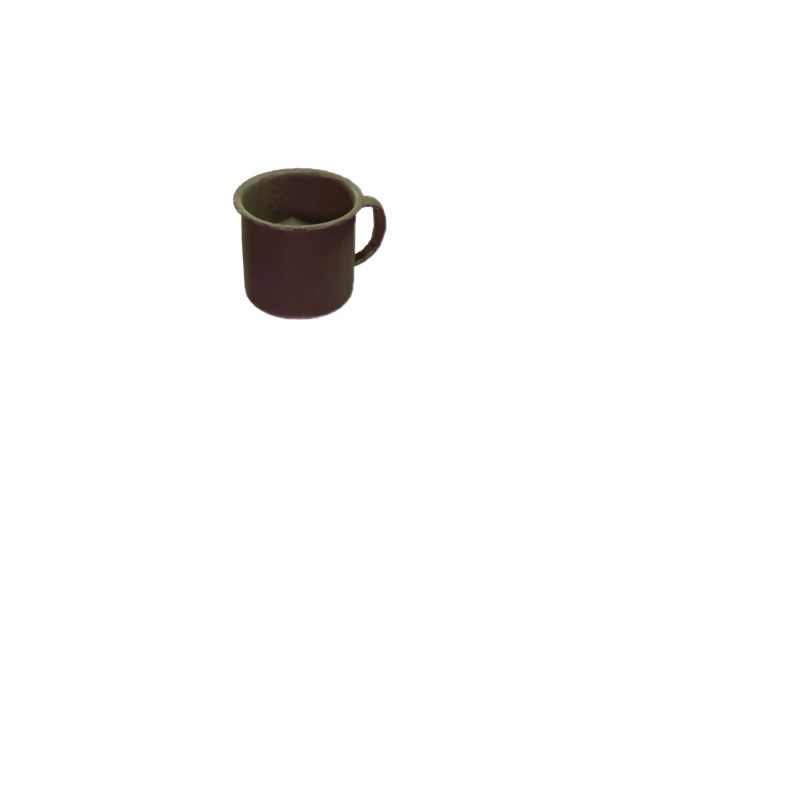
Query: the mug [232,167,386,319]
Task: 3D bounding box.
[{"bbox_3d":[-0.063,-0.116,0.810,0.115,0.076,0.101,-18,39,-25],"label":"mug"}]
